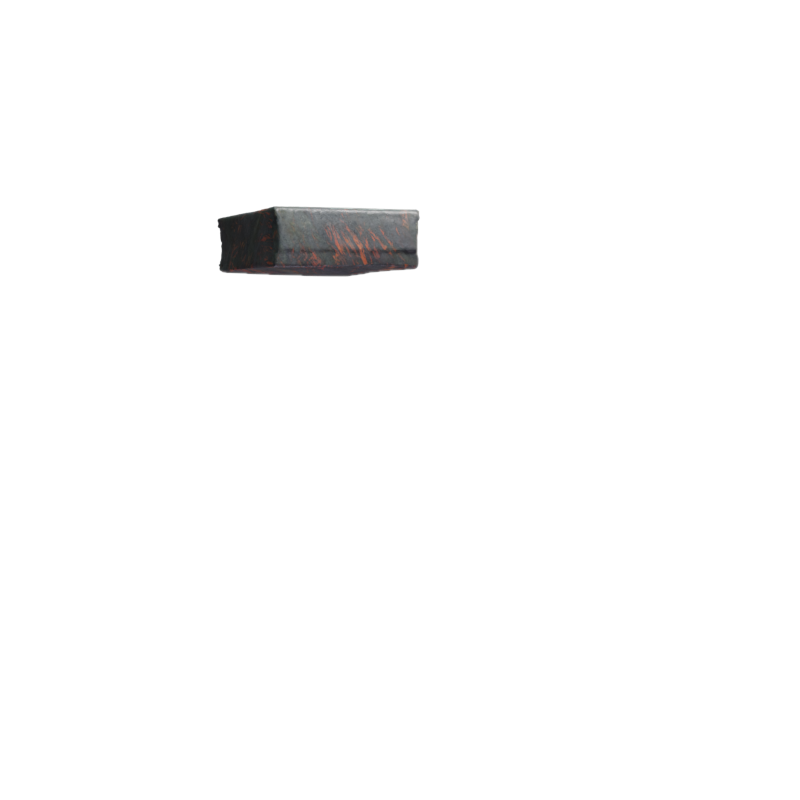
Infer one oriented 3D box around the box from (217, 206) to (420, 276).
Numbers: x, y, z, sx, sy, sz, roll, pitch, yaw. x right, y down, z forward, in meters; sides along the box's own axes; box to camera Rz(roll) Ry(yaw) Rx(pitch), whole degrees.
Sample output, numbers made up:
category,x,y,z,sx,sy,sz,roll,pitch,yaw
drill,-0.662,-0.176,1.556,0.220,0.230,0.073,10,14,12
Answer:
category,x,y,z,sx,sy,sz,roll,pitch,yaw
box,-0.052,-0.095,0.667,0.087,0.039,0.116,-1,3,-24
